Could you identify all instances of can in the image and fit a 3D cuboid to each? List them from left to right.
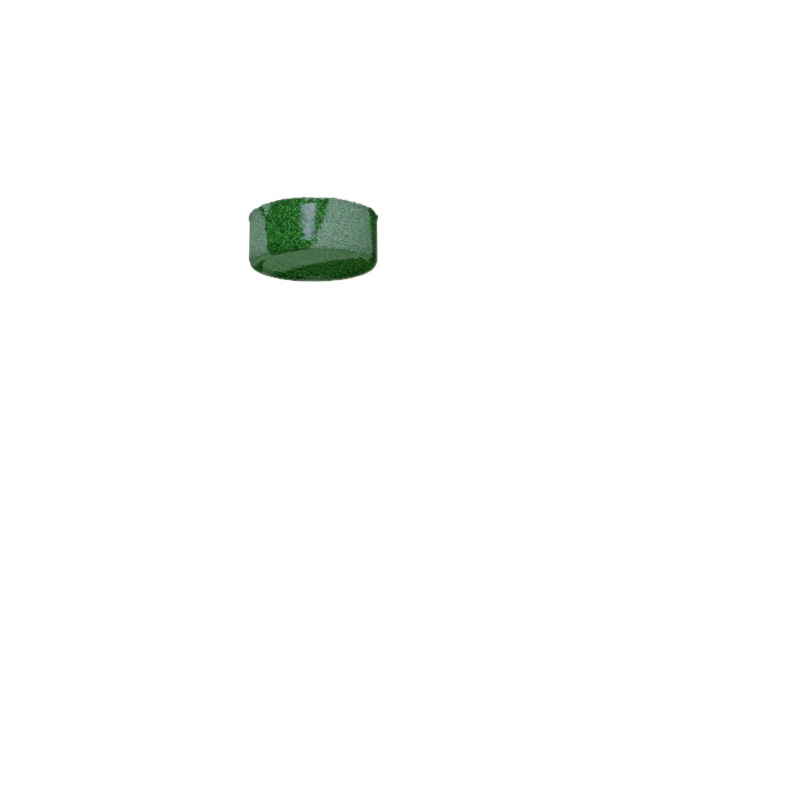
[{"bbox_3d":[-0.057,-0.104,0.729,0.086,0.035,0.083,0,-10,-2],"label":"can"}]
